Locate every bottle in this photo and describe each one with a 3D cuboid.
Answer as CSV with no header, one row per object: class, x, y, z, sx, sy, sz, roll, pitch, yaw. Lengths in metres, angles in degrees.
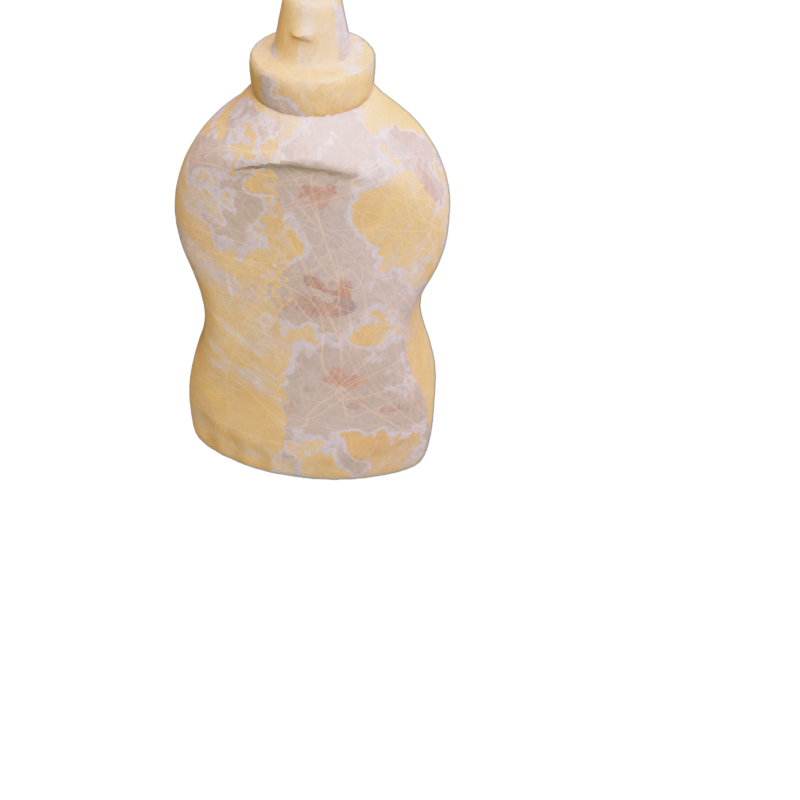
bottle,-0.031,-0.057,0.399,0.097,0.179,0.062,8,38,7
